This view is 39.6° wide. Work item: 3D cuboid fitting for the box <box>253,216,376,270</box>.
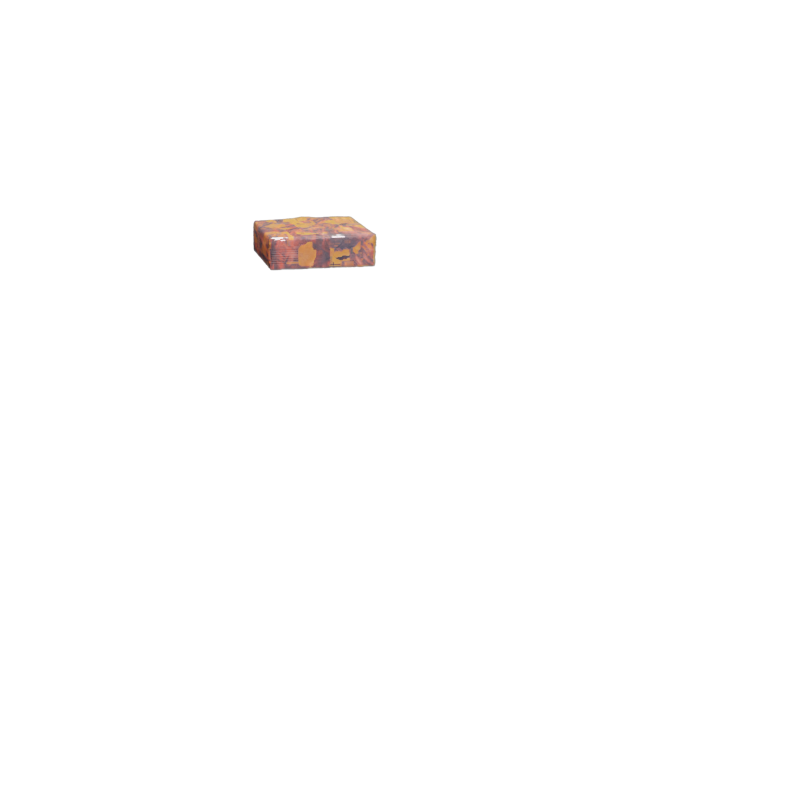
[{"bbox_3d":[-0.071,-0.130,0.912,0.088,0.029,0.077,-5,20,-14],"label":"box"}]
